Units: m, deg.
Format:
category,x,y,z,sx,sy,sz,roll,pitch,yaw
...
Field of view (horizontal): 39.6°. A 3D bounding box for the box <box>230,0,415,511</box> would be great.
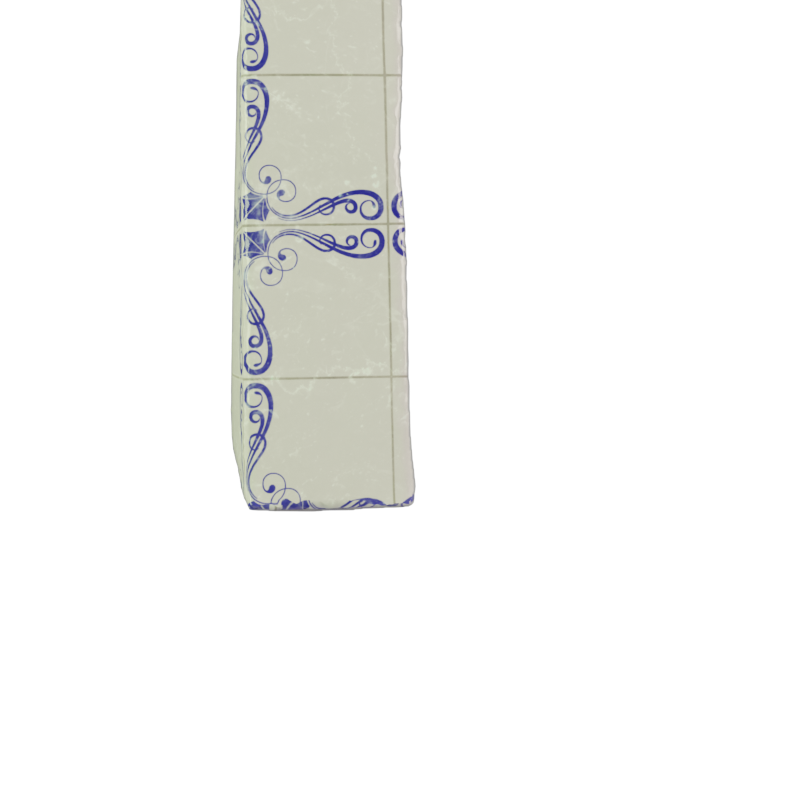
category,x,y,z,sx,sy,sz,roll,pitch,yaw
box,-0.039,-0.070,0.493,0.071,0.216,0.164,0,-2,-9
